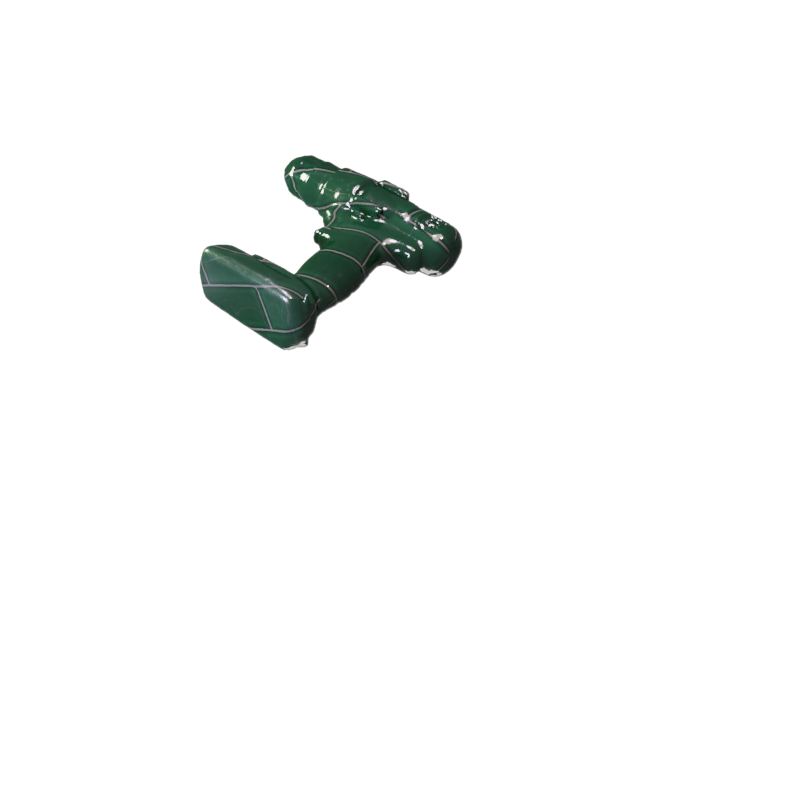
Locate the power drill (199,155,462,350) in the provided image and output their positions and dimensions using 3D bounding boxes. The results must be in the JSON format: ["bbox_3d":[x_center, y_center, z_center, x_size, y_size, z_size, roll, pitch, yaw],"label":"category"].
[{"bbox_3d":[-0.071,-0.129,0.905,0.196,0.054,0.189,30,49,30],"label":"power drill"}]
